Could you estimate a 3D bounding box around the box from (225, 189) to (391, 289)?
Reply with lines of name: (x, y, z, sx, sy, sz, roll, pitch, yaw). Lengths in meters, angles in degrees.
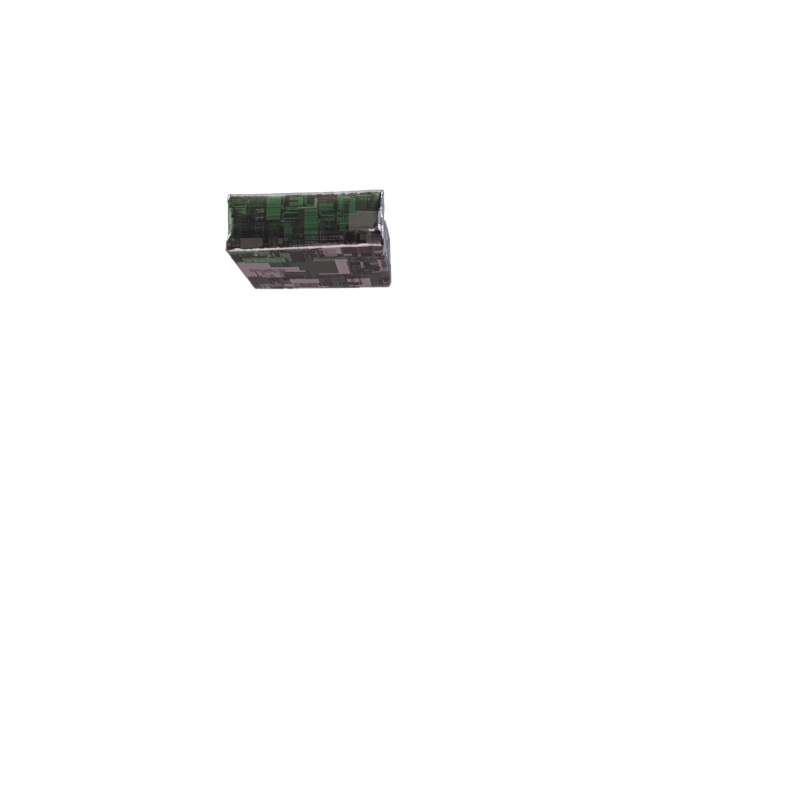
box: (-0.043, -0.078, 0.543, 0.073, 0.031, 0.086, -1, -8, 4)
